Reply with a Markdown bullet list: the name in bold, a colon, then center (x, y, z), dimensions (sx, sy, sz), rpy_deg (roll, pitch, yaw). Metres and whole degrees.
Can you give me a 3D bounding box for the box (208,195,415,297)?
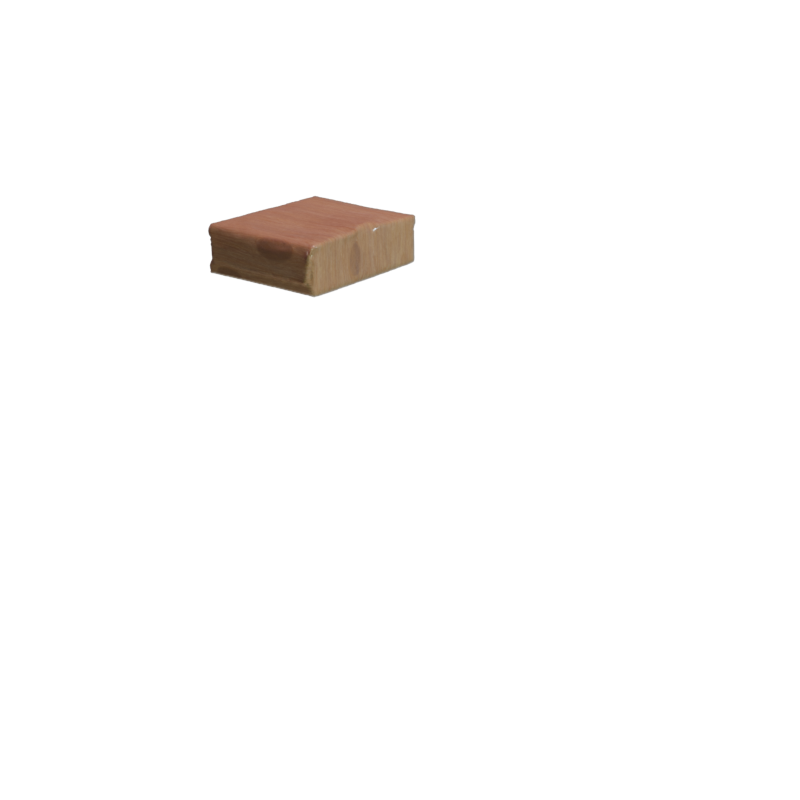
- **box**: center (-0.047, -0.085, 0.593), dimensions (0.077, 0.029, 0.088), rpy_deg (16, 27, 36)
